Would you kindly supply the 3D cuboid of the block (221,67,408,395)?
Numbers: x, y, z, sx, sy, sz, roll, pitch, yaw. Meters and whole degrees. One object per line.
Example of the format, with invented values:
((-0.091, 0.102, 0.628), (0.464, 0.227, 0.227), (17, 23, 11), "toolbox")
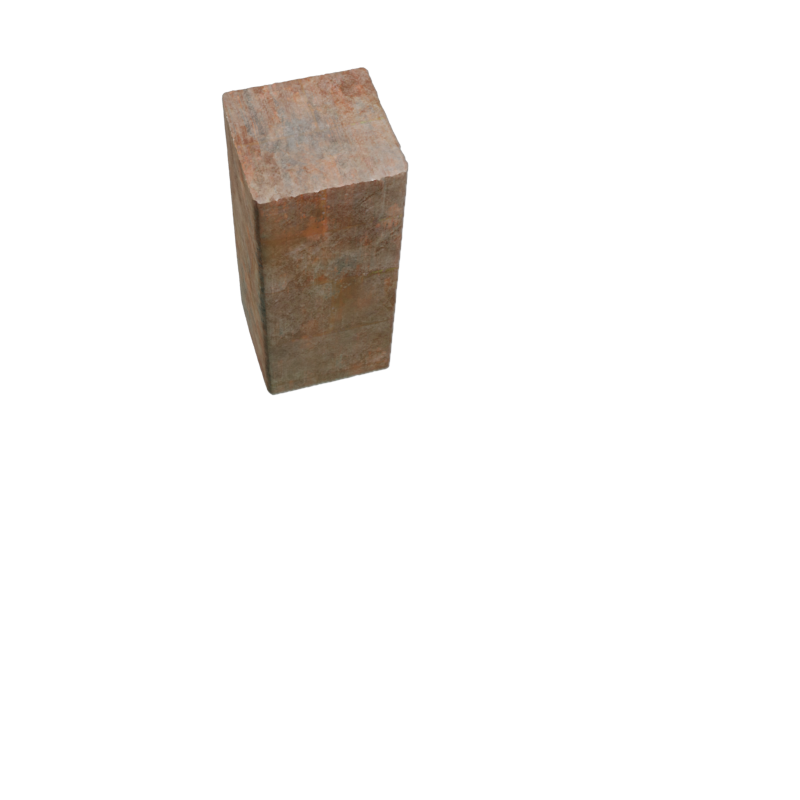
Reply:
((-0.055, -0.100, 0.706), (0.090, 0.097, 0.193), (-12, -31, -11), "block")
